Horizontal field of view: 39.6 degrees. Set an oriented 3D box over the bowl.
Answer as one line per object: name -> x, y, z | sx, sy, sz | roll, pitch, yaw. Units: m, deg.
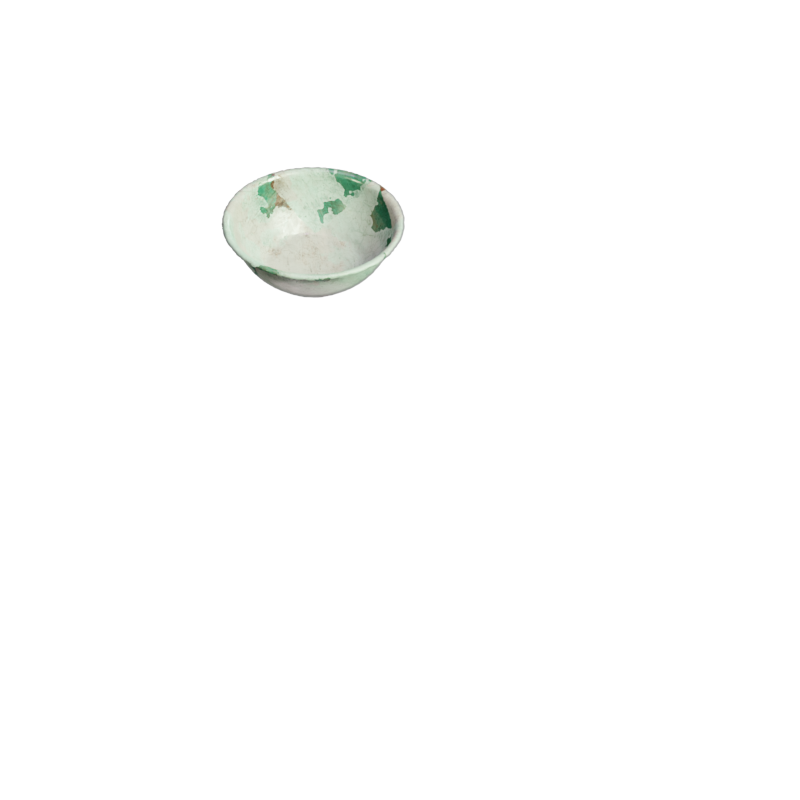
bowl -> -0.078, -0.142, 0.996 | 0.162, 0.051, 0.174 | -1, 44, -1
